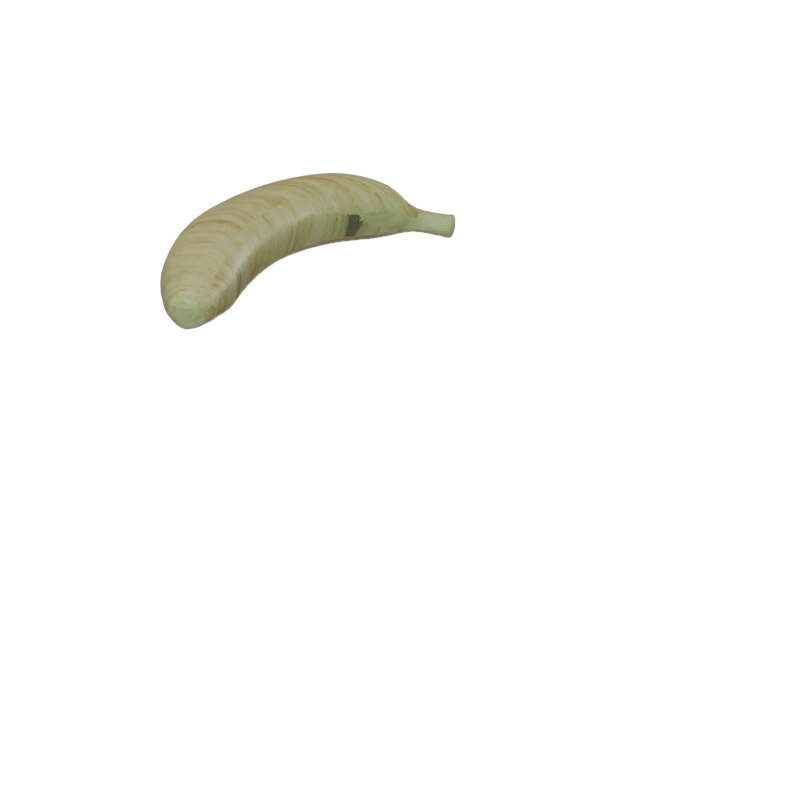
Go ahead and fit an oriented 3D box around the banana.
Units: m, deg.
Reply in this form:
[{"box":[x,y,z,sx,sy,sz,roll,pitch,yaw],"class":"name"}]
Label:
[{"box":[-0.052,-0.078,0.514,0.073,0.035,0.197,15,28,32],"class":"banana"}]
